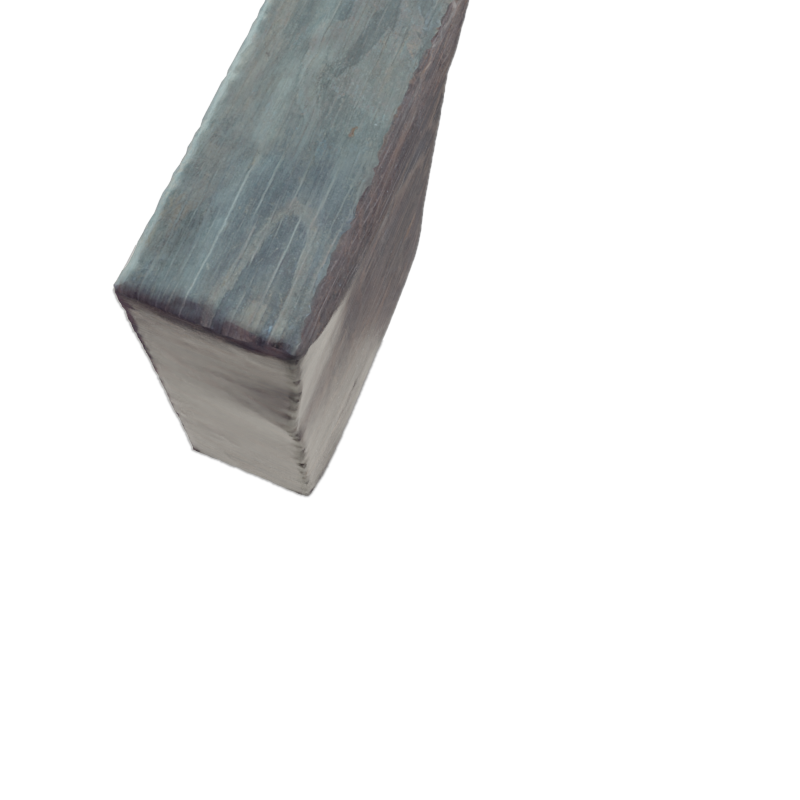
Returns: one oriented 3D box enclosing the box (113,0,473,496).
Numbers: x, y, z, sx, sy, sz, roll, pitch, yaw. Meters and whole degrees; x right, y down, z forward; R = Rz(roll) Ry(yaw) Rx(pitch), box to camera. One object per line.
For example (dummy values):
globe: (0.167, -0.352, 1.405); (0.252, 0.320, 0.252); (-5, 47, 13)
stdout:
box: (-0.036, -0.065, 0.459); (0.073, 0.170, 0.204); (21, -19, 3)
